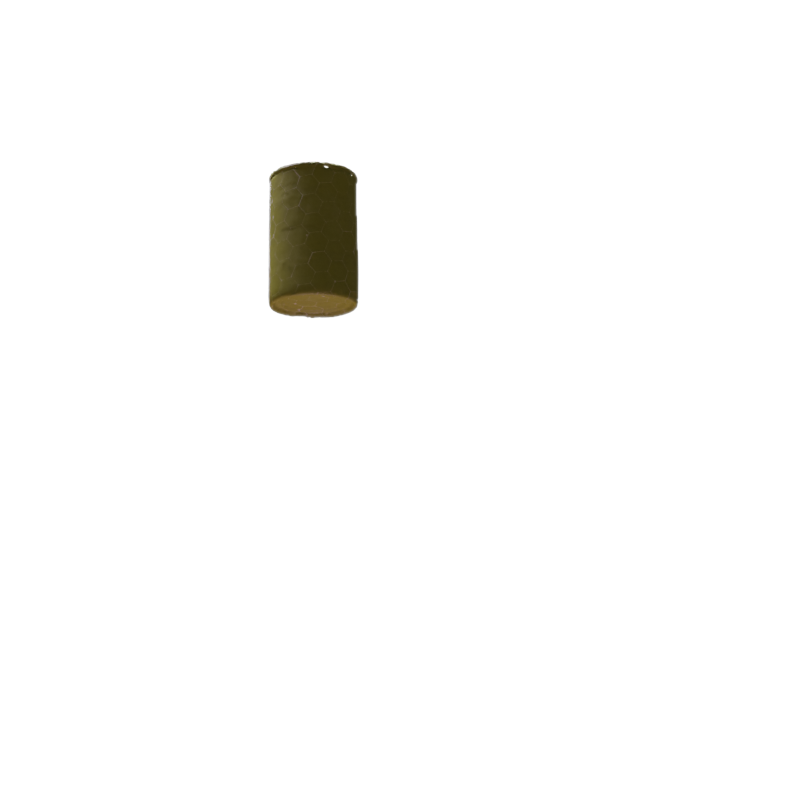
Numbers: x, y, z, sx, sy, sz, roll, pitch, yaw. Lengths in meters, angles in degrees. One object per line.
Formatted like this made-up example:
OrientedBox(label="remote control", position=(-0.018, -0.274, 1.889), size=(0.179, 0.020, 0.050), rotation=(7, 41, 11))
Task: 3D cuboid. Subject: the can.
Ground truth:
OrientedBox(label="can", position=(-0.065, -0.119, 0.832), size=(0.068, 0.107, 0.066), rotation=(0, -17, -2))
